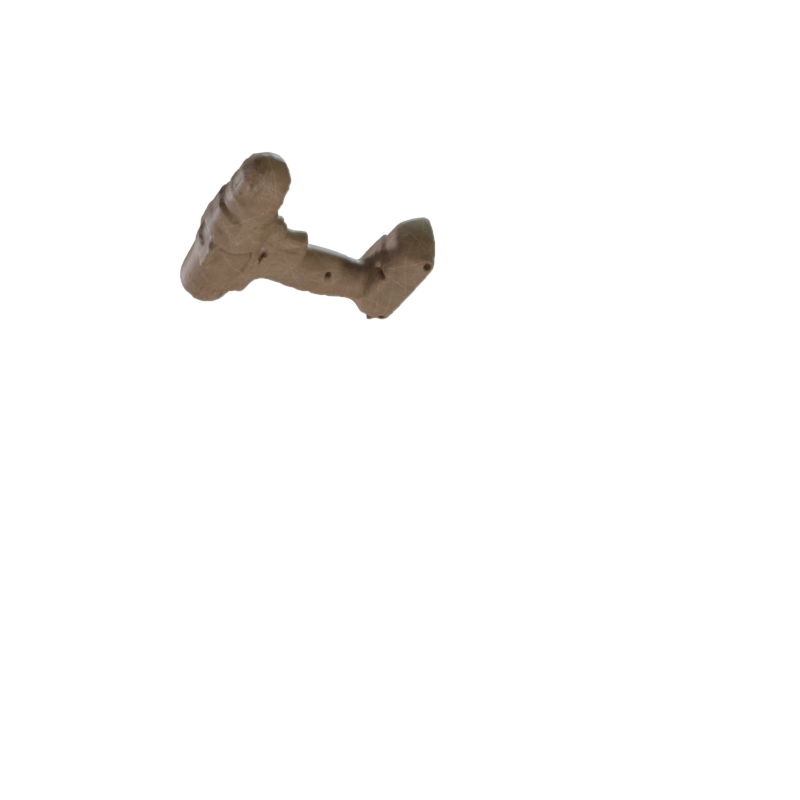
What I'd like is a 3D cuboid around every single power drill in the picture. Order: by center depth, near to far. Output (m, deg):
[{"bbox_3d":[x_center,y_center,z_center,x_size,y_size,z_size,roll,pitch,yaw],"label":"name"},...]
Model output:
[{"bbox_3d":[-0.071,-0.129,0.901,0.181,0.061,0.180,11,-27,-21],"label":"power drill"}]
